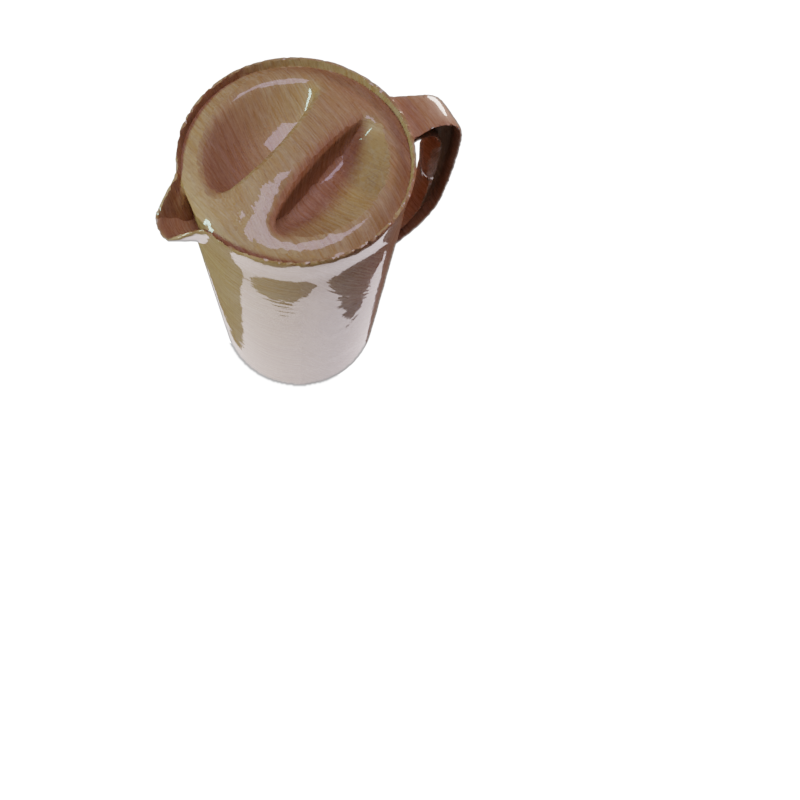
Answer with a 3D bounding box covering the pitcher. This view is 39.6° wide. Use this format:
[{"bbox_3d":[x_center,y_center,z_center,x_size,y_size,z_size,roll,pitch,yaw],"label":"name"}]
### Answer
[{"bbox_3d":[-0.056,-0.102,0.713,0.151,0.151,0.231,17,-21,3],"label":"pitcher"}]
